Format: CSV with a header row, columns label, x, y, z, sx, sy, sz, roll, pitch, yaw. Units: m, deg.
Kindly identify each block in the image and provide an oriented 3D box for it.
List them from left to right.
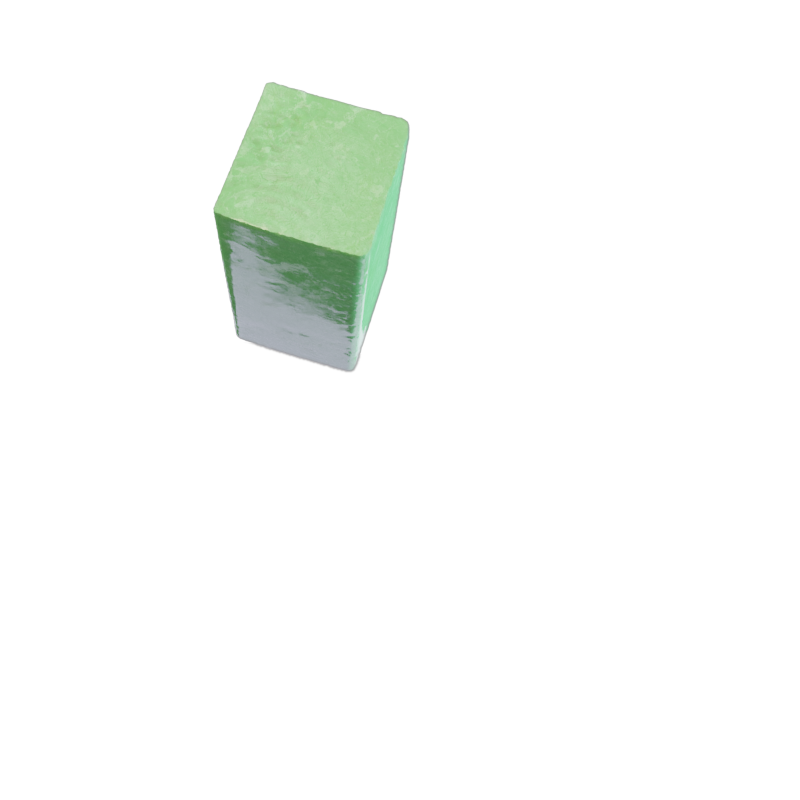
label,x,y,z,sx,sy,sz,roll,pitch,yaw
block,-0.055,-0.100,0.704,0.091,0.094,0.197,18,-19,2
